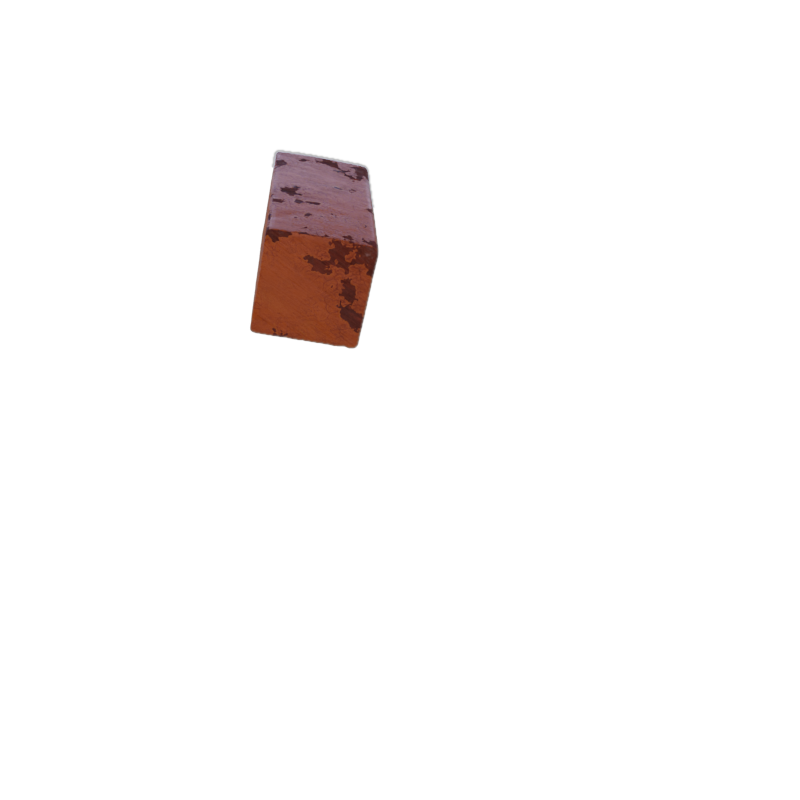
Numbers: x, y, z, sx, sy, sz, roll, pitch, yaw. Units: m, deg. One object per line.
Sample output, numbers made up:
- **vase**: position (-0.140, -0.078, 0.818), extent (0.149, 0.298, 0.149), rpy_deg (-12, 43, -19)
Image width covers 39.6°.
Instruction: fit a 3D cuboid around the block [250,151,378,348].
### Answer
- **block**: position (-0.074, -0.137, 0.957), extent (0.089, 0.087, 0.218), rpy_deg (9, 26, -8)
